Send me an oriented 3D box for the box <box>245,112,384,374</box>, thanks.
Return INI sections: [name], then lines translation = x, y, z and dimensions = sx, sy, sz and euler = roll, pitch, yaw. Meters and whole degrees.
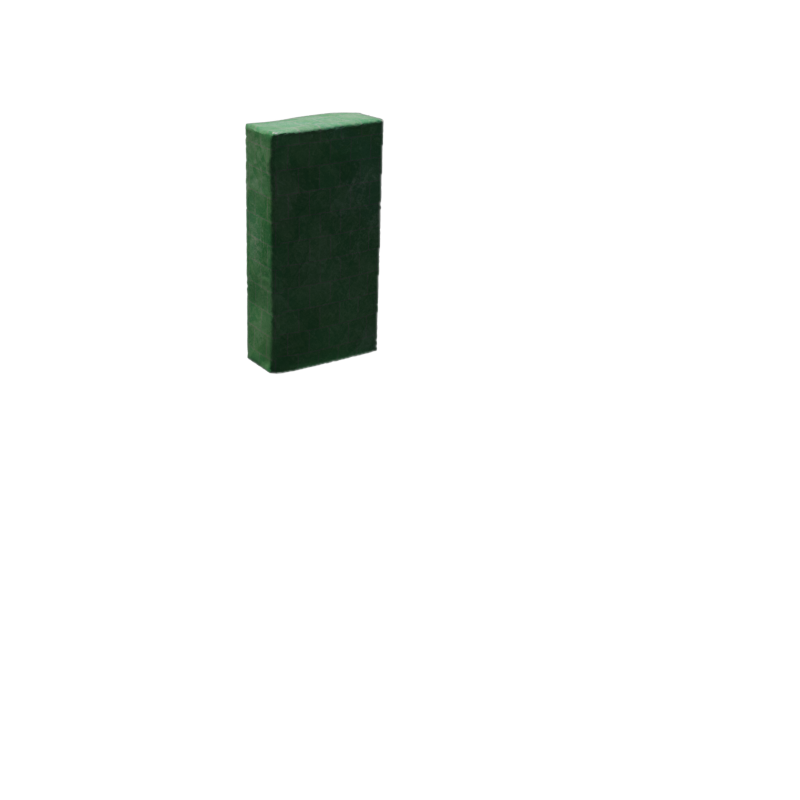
[box]
translation = -0.062, -0.113, 0.787
dimensions = 0.091, 0.169, 0.051
euler = -11, 21, -33
